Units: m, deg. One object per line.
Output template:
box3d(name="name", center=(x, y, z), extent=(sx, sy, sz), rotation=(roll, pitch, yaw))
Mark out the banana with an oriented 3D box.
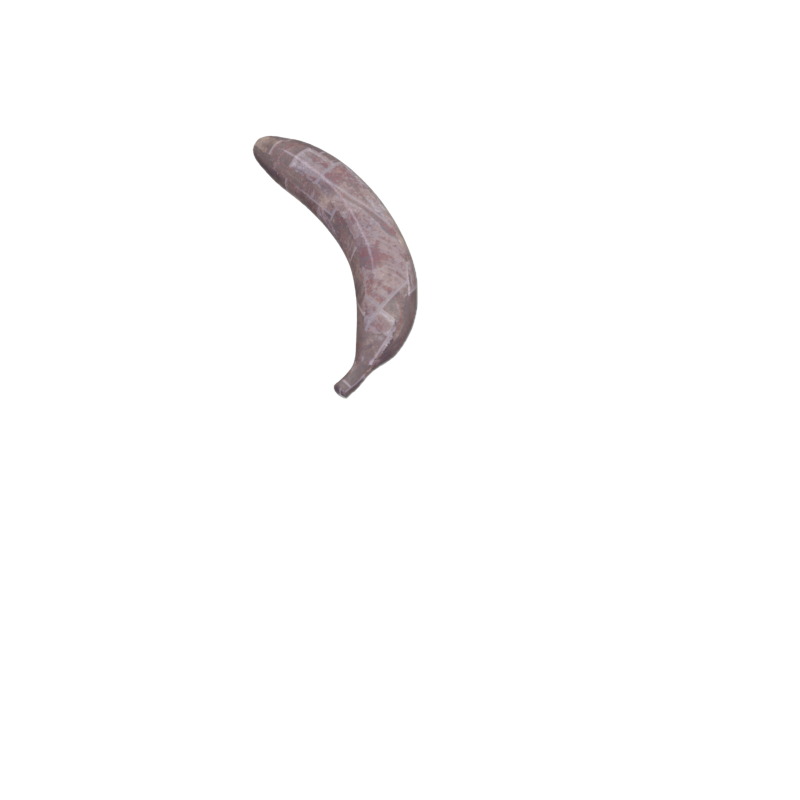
box3d(name="banana", center=(-0.034, -0.098, 0.677), extent=(0.069, 0.213, 0.034), rotation=(-14, -34, -10))
